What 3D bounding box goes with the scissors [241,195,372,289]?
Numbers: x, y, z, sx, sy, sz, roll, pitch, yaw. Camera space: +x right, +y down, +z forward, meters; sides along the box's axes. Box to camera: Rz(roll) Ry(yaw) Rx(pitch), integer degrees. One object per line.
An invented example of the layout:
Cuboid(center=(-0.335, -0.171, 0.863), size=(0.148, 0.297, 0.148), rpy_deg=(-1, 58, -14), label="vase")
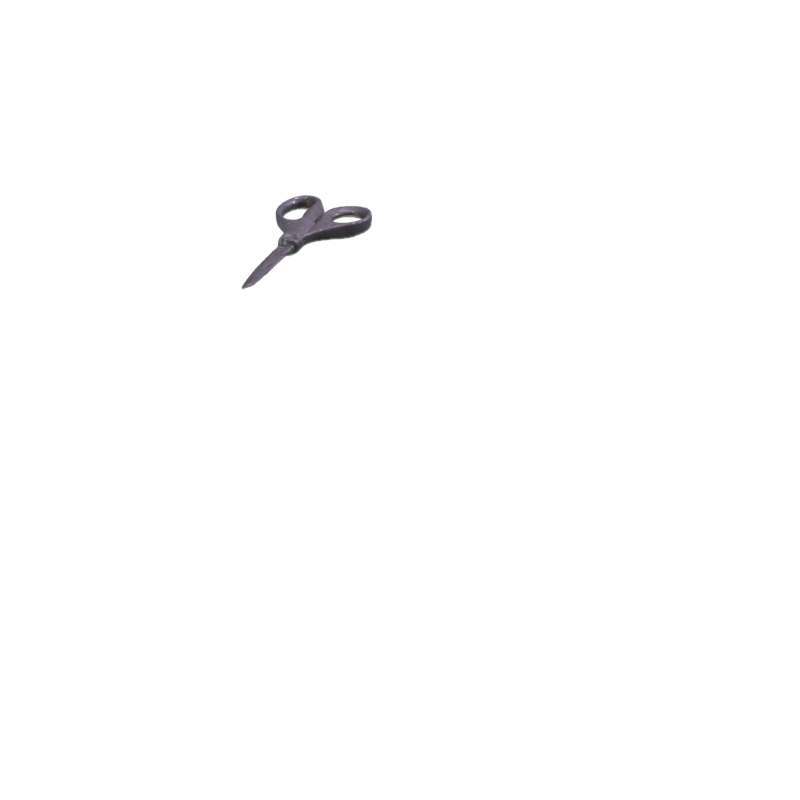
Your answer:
Cuboid(center=(-0.074, -0.135, 0.945), size=(0.096, 0.015, 0.212), rpy_deg=(1, 29, 1), label="scissors")
